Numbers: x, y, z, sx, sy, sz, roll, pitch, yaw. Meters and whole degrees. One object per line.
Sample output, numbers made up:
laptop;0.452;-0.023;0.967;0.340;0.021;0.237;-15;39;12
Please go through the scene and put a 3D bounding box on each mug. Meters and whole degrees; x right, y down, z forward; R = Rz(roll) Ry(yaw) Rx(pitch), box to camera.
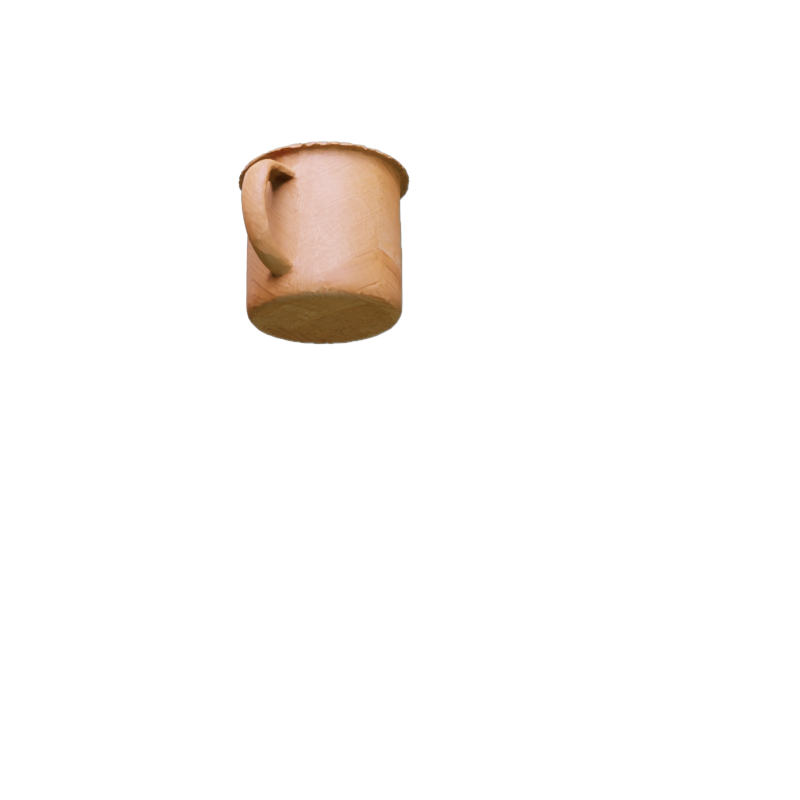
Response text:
mug;-0.045;-0.083;0.579;0.095;0.086;0.109;-10;-22;24
